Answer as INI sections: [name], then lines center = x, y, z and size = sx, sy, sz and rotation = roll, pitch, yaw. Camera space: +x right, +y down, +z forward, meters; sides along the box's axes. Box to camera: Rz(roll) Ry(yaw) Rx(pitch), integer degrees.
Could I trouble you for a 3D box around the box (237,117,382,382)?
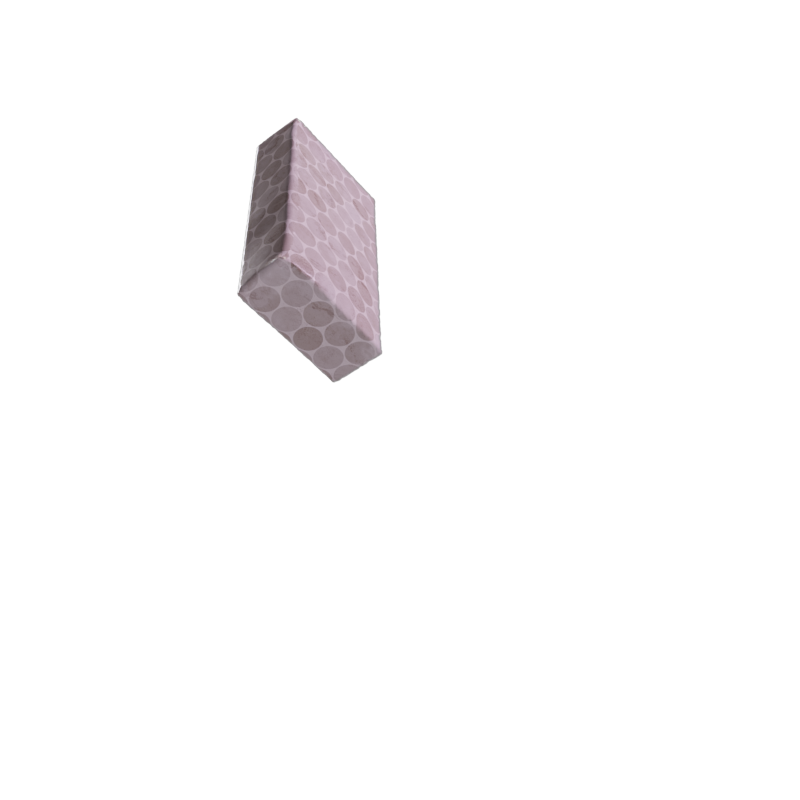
[box]
center = -0.057, -0.104, 0.730
size = 0.048, 0.189, 0.088
rotation = -35, -58, 21
